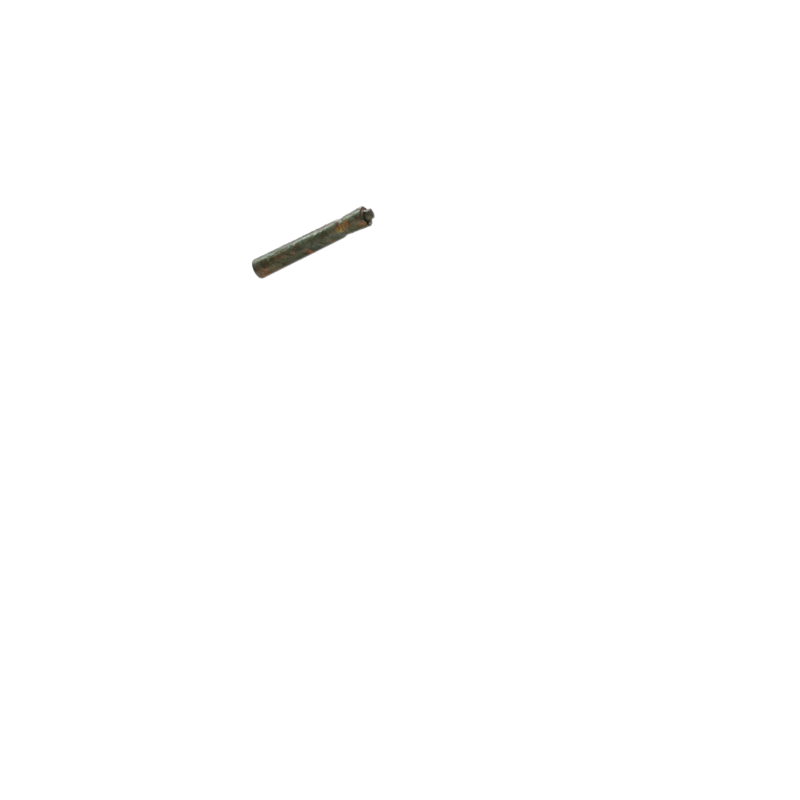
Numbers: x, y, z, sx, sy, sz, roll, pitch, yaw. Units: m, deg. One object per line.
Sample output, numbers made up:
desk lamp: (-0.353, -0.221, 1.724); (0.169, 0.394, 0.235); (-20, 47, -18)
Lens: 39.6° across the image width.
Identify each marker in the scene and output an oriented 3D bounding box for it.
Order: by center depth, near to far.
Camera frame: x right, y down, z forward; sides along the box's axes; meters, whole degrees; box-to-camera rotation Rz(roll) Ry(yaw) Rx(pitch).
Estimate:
marker: (-0.075, -0.136, 0.954); (0.121, 0.020, 0.019); (-22, -6, 25)
